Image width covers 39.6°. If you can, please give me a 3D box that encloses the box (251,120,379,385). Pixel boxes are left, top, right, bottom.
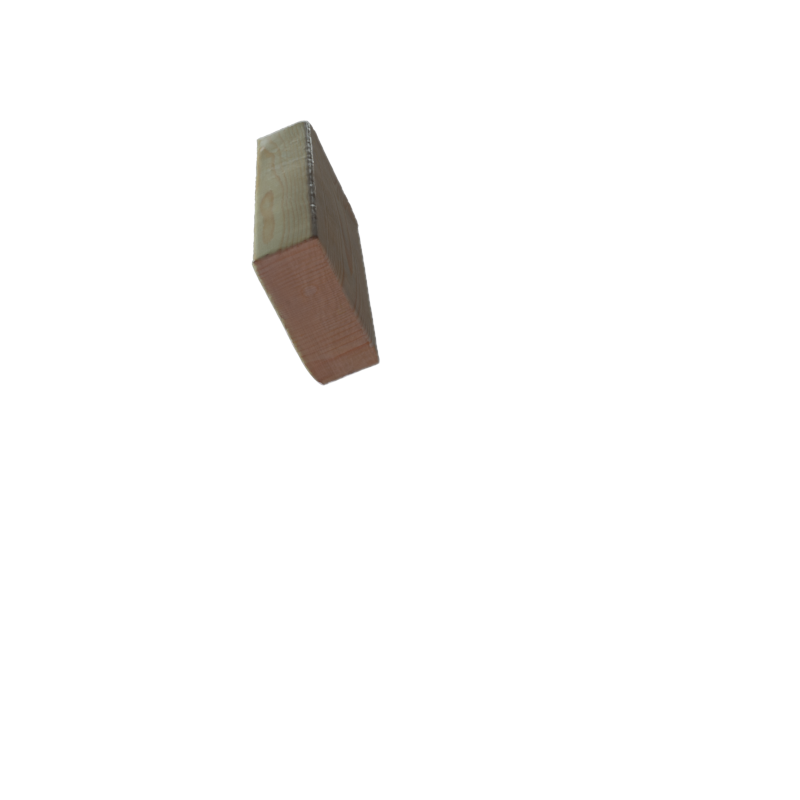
[{"bbox_3d":[-0.054,-0.098,0.687,0.048,0.087,0.188,-20,33,10],"label":"box"}]
